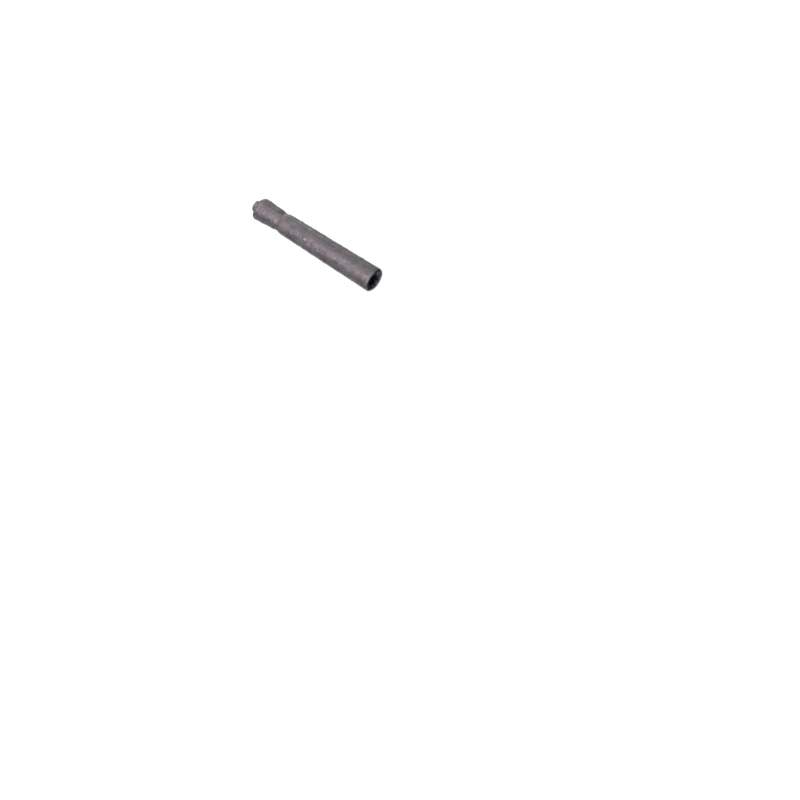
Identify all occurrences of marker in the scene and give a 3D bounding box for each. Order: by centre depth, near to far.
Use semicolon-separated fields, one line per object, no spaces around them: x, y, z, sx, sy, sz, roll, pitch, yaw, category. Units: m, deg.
-0.066;-0.119;0.837;0.128;0.019;0.019;35;20;27;marker
